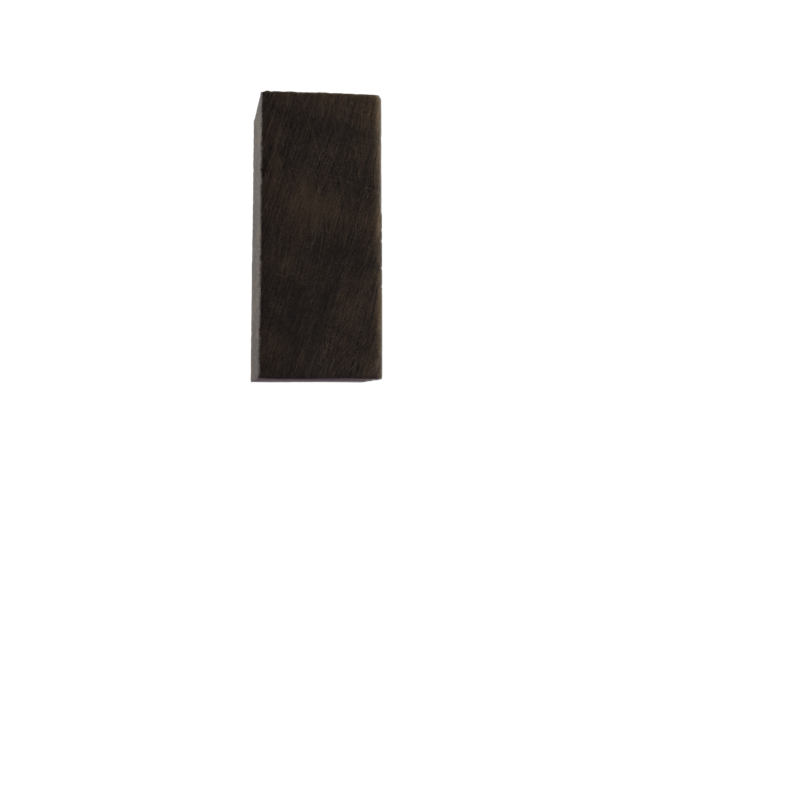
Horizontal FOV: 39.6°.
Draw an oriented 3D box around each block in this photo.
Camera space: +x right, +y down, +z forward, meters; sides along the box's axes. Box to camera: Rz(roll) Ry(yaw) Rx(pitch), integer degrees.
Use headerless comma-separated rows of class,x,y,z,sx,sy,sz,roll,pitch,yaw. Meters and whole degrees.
block,-0.064,-0.118,0.827,0.089,0.210,0.090,1,-7,-10
